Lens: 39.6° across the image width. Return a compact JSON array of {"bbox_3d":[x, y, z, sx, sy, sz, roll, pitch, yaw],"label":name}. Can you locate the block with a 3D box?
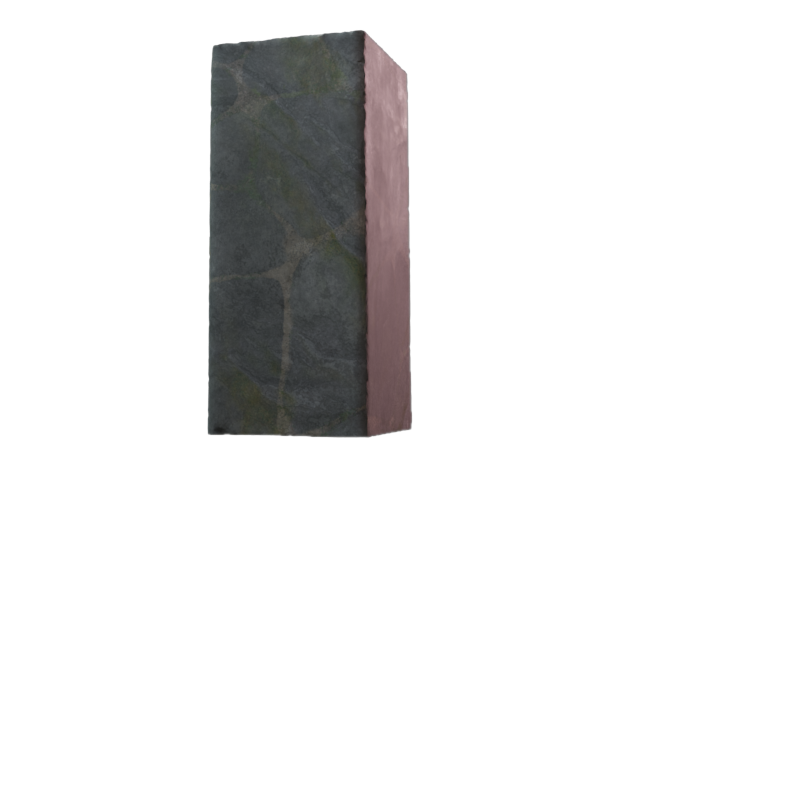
[{"bbox_3d":[-0.048,-0.087,0.609,0.092,0.209,0.087,-2,-6,17],"label":"block"}]
